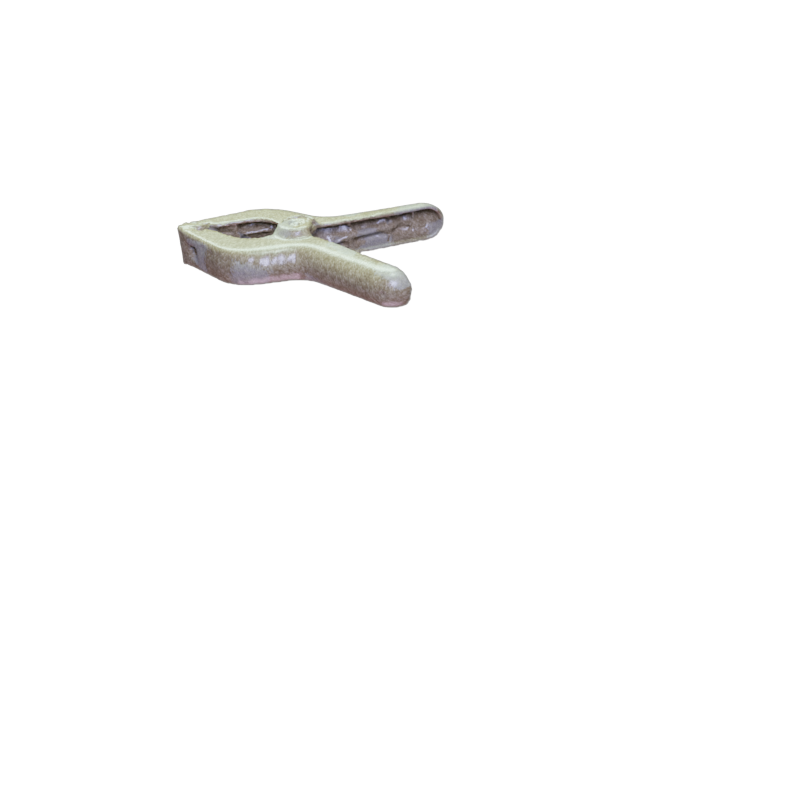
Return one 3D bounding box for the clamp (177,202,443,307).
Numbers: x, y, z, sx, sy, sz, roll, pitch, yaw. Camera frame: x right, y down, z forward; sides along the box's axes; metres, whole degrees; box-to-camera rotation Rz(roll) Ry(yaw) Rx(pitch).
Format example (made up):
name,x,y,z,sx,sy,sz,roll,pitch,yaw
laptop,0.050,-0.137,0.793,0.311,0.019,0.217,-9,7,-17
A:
name,x,y,z,sx,sy,sz,roll,pitch,yaw
clamp,-0.056,-0.102,0.715,0.178,0.037,0.122,11,28,21
